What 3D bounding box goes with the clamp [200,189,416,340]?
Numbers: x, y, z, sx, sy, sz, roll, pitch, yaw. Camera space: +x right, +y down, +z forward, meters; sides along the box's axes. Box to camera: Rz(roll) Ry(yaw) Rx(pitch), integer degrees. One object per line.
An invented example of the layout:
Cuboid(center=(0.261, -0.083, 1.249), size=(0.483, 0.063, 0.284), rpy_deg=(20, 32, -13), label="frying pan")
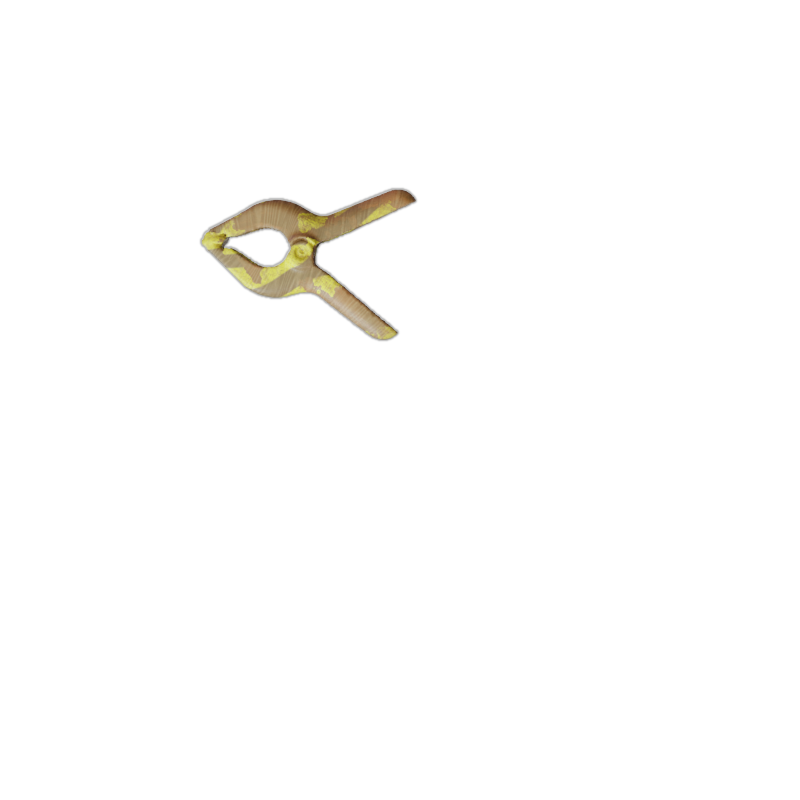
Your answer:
Cuboid(center=(-0.070, -0.127, 0.889), size=(0.172, 0.122, 0.038), rpy_deg=(17, -7, 2), label="clamp")
